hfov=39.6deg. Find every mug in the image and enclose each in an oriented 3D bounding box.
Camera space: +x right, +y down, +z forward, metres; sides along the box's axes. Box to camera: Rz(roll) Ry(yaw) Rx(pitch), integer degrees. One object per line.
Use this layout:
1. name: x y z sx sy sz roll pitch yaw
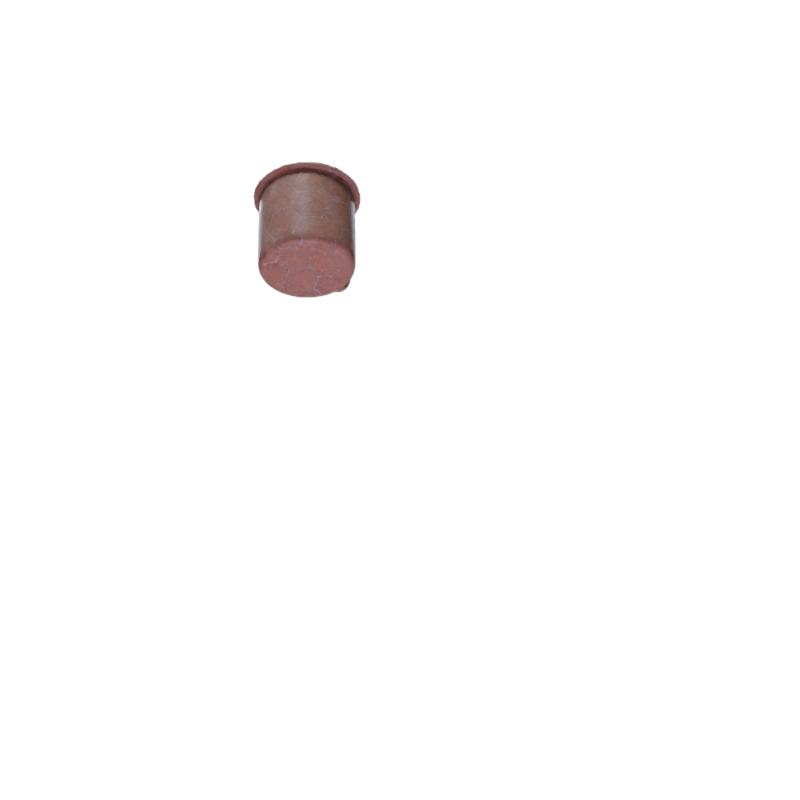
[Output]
1. mug: -0.074 -0.135 0.947 0.094 0.087 0.108 -16 -38 19
